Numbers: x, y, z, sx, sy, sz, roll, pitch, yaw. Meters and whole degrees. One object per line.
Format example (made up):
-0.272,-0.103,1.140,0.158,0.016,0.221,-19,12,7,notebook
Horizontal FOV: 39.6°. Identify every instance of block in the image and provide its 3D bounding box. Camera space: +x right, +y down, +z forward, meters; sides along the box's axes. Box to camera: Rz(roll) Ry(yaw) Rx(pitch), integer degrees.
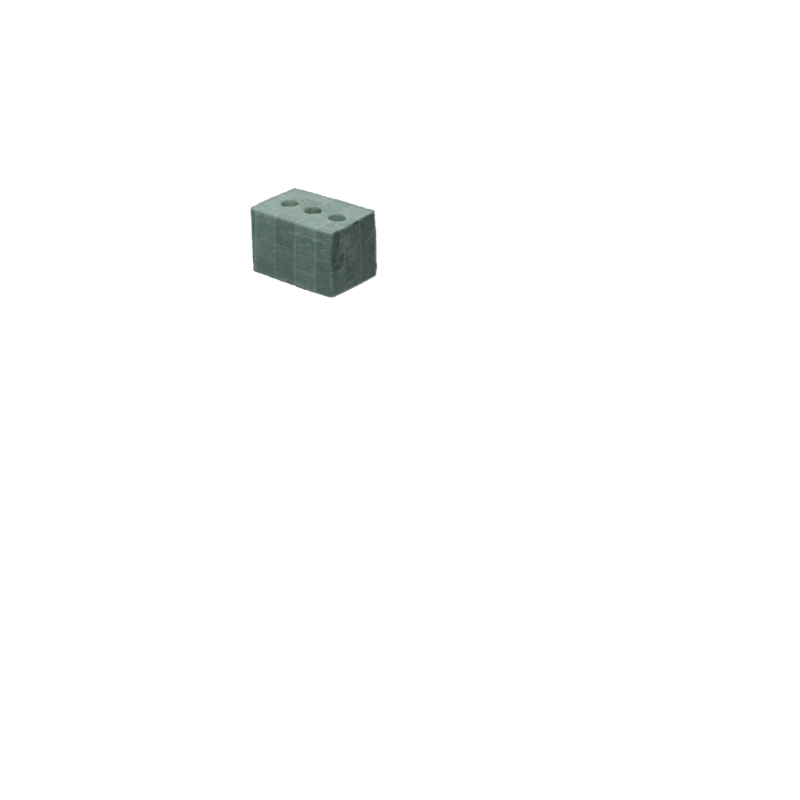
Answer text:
-0.063,-0.114,0.799,0.082,0.048,0.053,20,33,32,block
